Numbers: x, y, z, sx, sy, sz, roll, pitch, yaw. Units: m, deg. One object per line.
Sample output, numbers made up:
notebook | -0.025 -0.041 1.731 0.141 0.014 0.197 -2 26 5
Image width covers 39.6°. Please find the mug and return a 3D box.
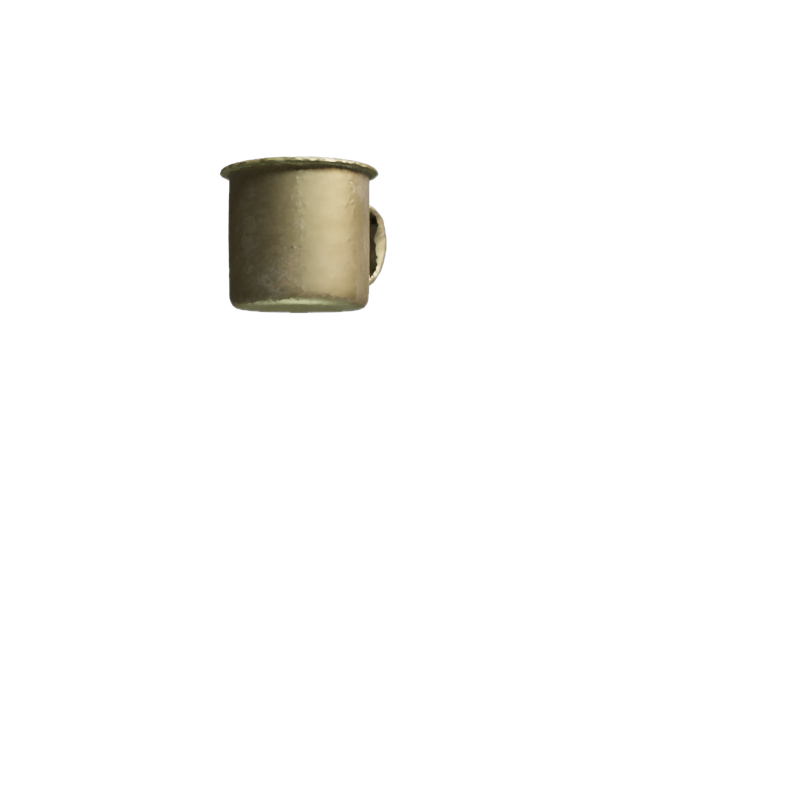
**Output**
mug | -0.051 -0.094 0.657 0.096 0.083 0.112 -2 -3 41
